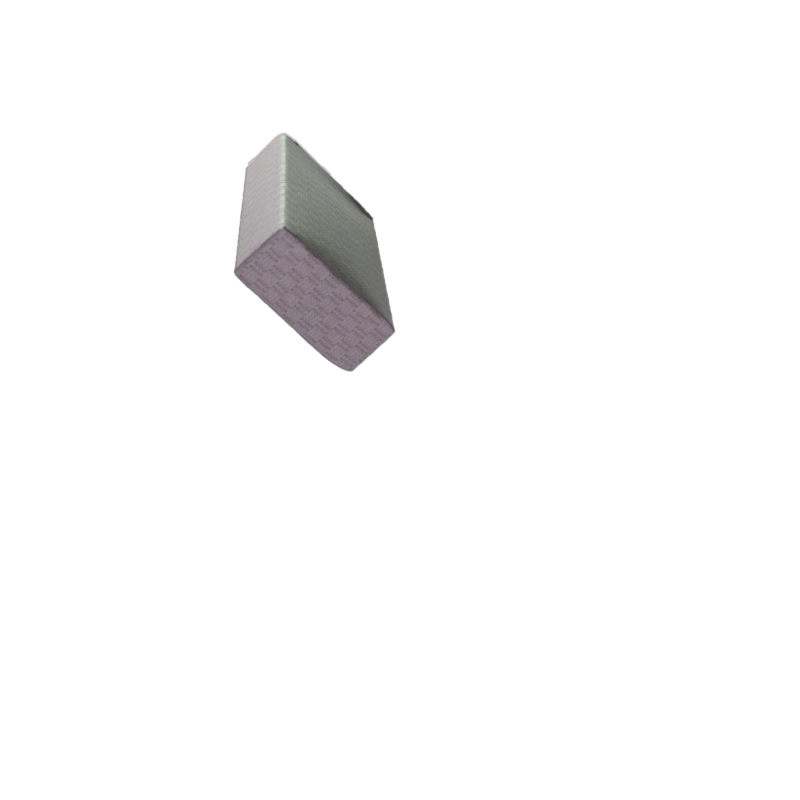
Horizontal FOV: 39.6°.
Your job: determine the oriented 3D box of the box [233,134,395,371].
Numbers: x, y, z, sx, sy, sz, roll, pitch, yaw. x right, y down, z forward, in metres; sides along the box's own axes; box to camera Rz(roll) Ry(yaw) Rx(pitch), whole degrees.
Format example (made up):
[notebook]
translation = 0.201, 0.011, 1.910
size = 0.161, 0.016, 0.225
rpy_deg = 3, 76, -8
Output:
[box]
translation = -0.054, -0.099, 0.688
size = 0.089, 0.047, 0.187
rpy_deg = 41, 20, -23
